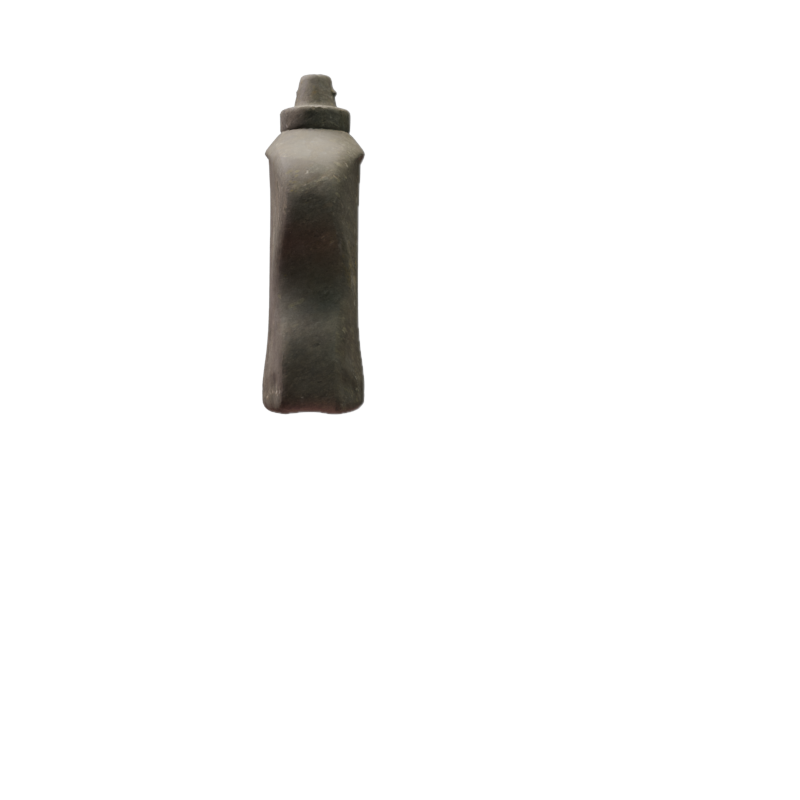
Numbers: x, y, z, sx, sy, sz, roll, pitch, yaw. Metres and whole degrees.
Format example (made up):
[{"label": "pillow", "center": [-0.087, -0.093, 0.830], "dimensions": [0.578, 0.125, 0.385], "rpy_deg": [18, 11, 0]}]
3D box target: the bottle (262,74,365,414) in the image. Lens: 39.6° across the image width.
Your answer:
[{"label": "bottle", "center": [-0.049, -0.091, 0.636], "dimensions": [0.059, 0.194, 0.095], "rpy_deg": [0, -3, 2]}]
